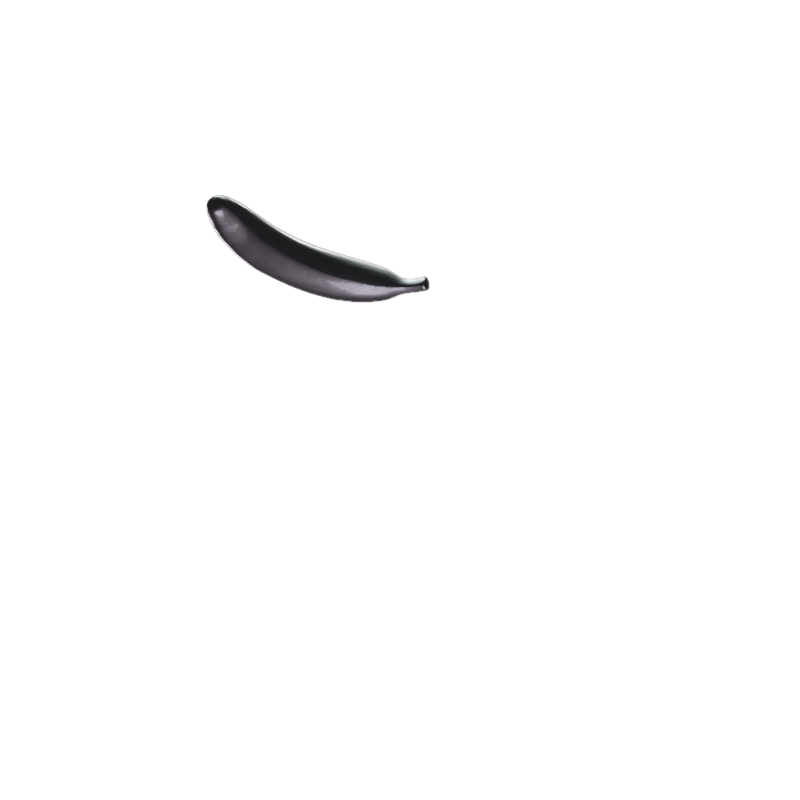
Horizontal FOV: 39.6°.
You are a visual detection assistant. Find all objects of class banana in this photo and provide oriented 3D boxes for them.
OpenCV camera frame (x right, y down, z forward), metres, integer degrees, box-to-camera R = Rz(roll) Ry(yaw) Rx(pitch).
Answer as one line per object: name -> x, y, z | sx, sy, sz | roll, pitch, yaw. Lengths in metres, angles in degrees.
banana -> -0.075, -0.115, 0.874 | 0.189, 0.039, 0.068 | 17, -34, -27
